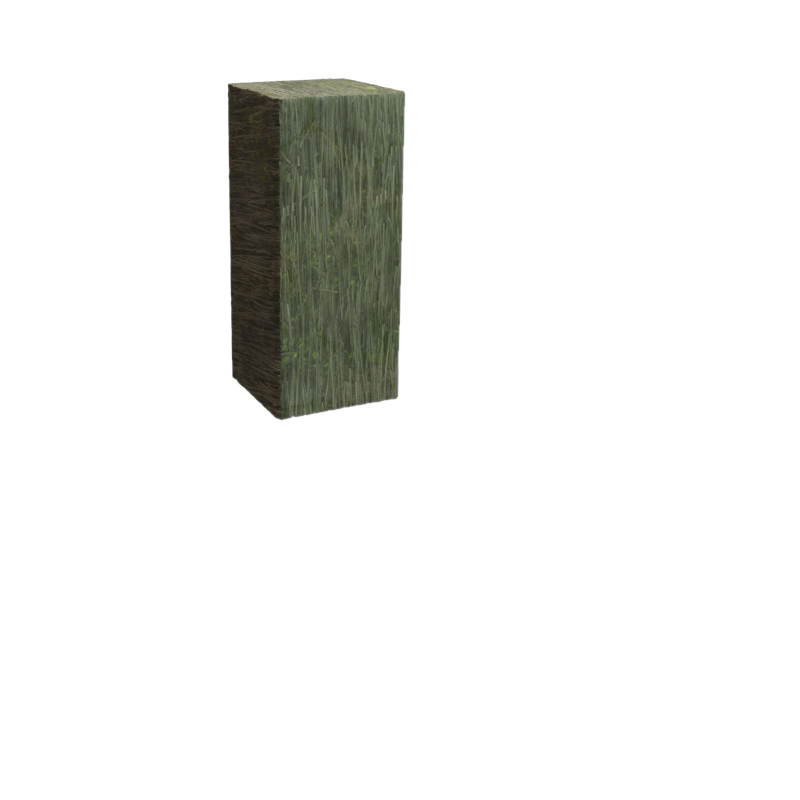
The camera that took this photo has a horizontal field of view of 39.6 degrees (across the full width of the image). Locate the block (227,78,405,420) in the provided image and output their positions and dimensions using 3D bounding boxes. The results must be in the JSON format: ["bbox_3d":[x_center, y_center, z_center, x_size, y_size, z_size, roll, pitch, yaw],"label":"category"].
[{"bbox_3d":[-0.058,-0.106,0.739,0.088,0.199,0.096,-7,18,-27],"label":"block"}]
